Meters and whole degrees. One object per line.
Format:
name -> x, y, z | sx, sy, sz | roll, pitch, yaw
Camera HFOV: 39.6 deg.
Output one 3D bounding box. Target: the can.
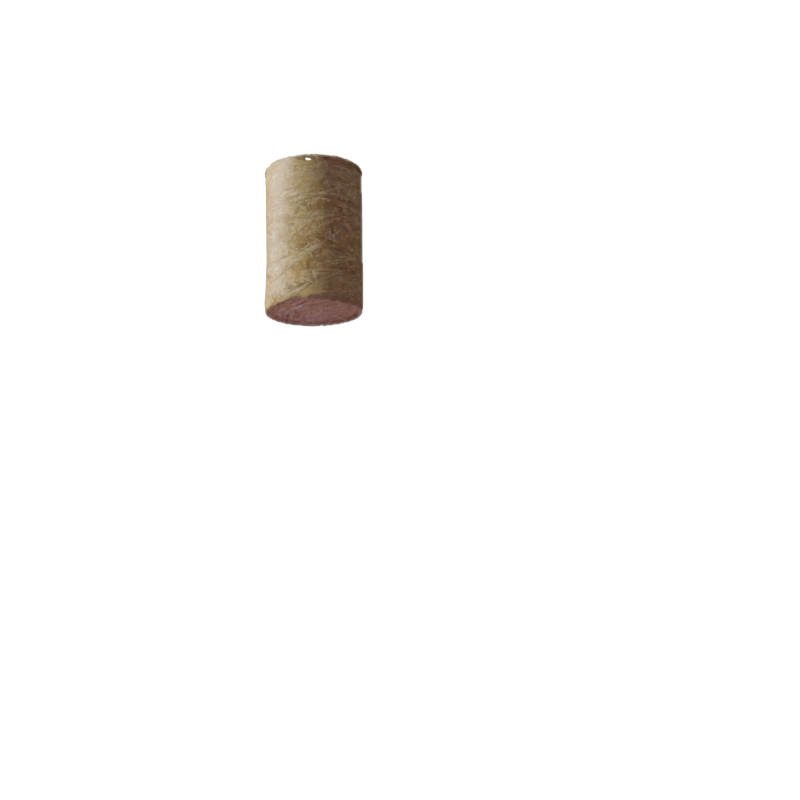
can -> -0.059, -0.108, 0.755 | 0.068, 0.107, 0.066 | 0, -17, -2
